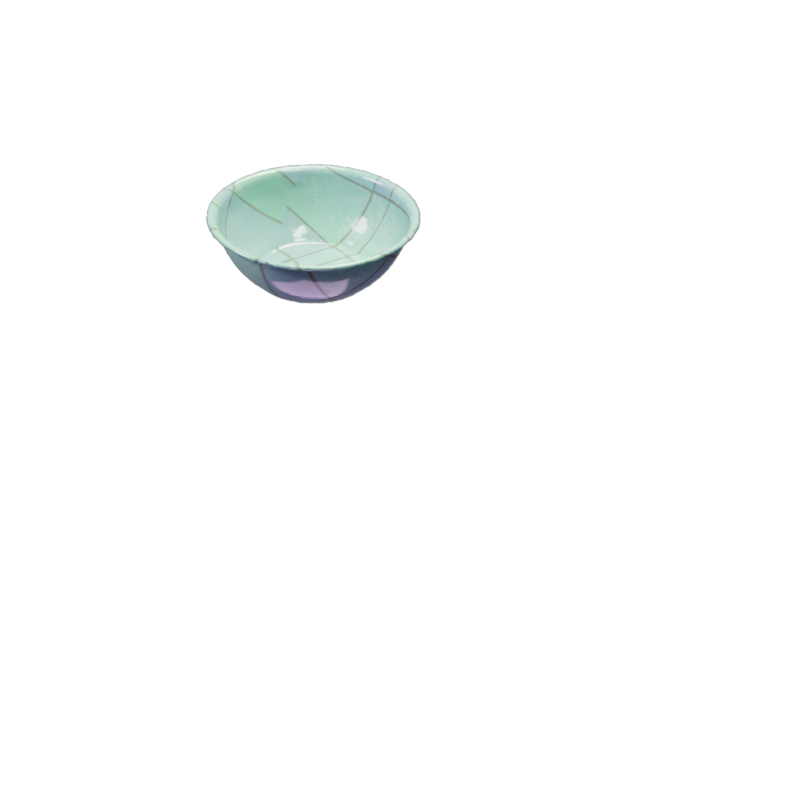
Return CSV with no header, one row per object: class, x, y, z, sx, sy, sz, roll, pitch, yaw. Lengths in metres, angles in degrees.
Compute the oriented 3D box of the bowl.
bowl,-0.066,-0.121,0.847,0.162,0.052,0.173,-1,36,-2
